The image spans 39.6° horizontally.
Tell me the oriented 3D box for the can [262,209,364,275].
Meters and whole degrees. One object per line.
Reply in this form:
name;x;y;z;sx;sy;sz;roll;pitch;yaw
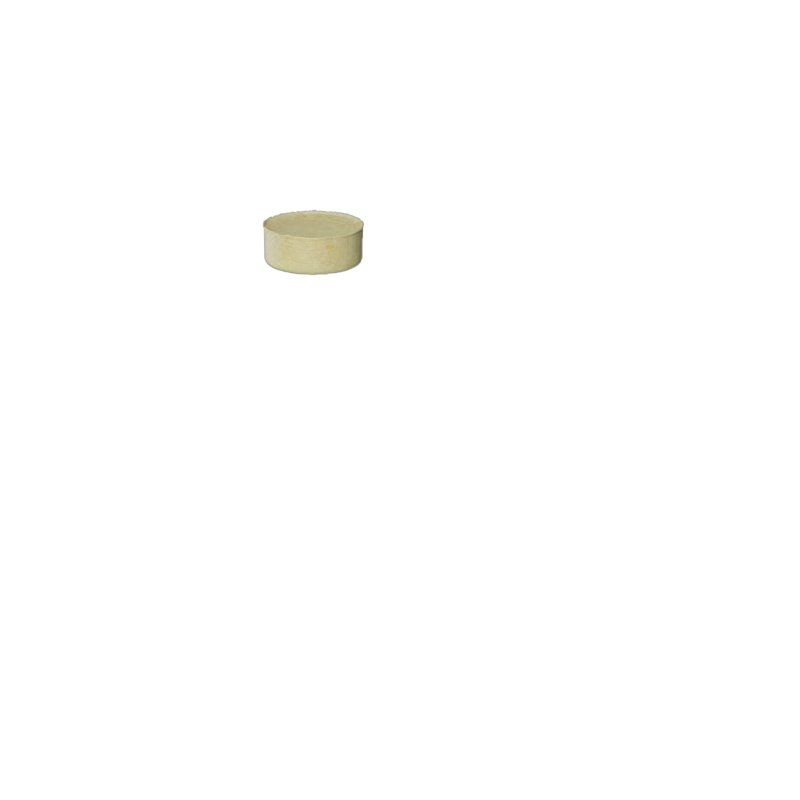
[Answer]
can;-0.074;-0.135;0.942;0.086;0.032;0.090;-1;23;-2
